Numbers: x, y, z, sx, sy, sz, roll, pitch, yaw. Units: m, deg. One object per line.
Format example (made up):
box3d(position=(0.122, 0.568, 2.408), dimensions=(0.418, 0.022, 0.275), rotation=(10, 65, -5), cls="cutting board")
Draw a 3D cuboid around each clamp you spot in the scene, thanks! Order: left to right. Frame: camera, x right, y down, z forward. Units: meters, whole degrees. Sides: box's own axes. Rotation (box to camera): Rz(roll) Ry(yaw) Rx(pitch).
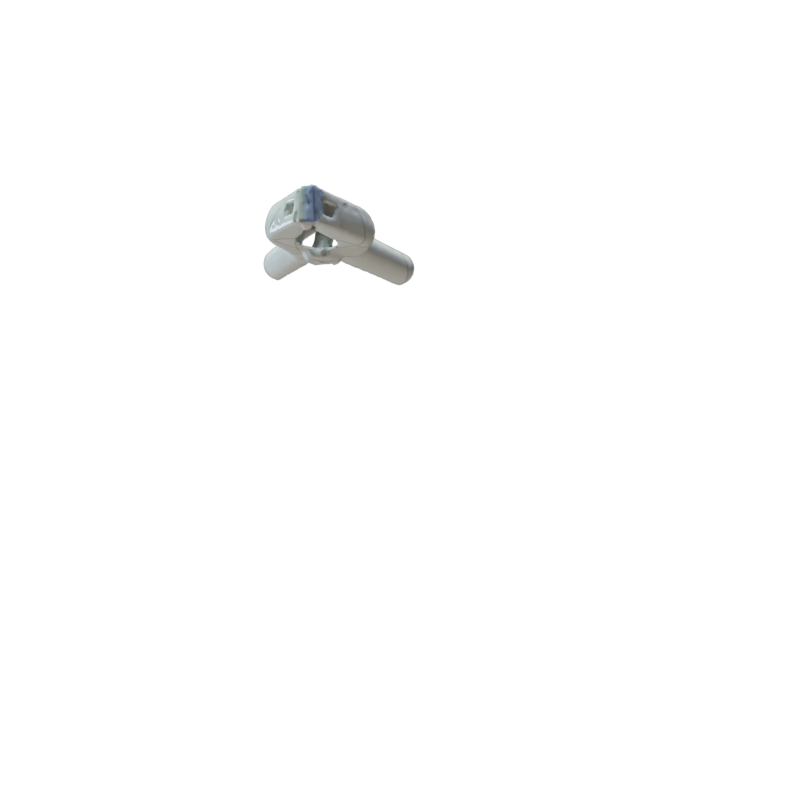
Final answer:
box3d(position=(-0.065, -0.119, 0.830), dimensions=(0.122, 0.041, 0.162), rotation=(-4, -15, 15), cls="clamp")
